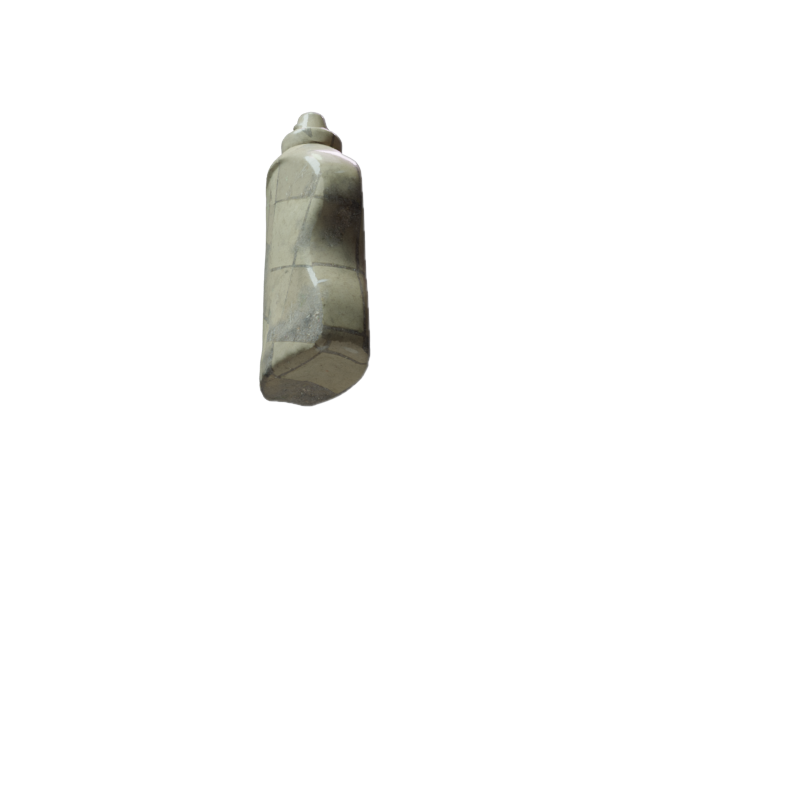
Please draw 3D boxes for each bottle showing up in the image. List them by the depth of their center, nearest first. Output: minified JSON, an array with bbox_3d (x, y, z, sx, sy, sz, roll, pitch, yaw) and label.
[{"bbox_3d":[-0.056,-0.101,0.704,0.056,0.203,0.093,10,-29,-22],"label":"bottle"}]
